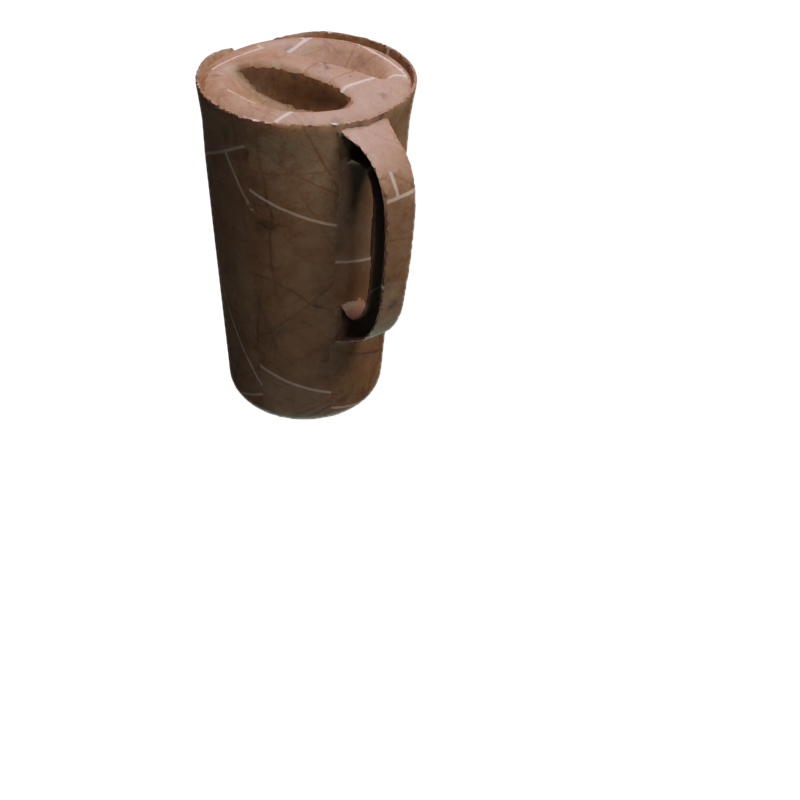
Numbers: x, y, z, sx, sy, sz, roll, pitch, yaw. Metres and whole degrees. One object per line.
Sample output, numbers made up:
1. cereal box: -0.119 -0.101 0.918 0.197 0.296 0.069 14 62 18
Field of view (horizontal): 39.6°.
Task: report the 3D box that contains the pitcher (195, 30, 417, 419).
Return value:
1. pitcher: -0.056 -0.103 0.719 0.147 0.227 0.157 8 37 8
